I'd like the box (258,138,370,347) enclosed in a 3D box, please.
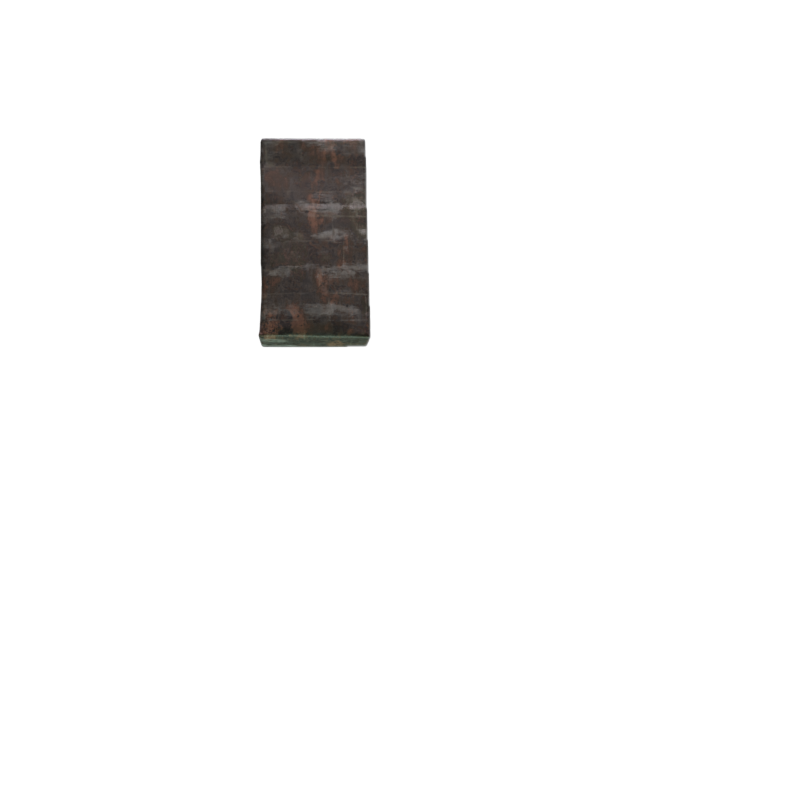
[{"bbox_3d":[-0.074,-0.135,0.948,0.093,0.184,0.046,0,-17,-3],"label":"box"}]
